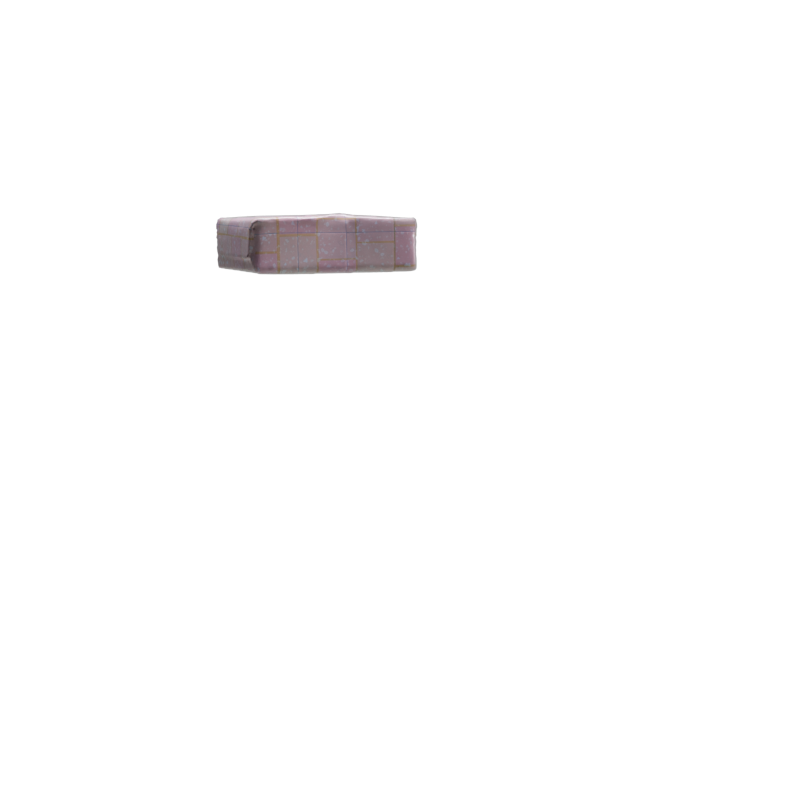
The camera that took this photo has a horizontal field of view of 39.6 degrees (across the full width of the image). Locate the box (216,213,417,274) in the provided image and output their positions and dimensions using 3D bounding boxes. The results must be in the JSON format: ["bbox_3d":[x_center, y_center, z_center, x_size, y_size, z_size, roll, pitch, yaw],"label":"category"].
[{"bbox_3d":[-0.046,-0.083,0.582,0.087,0.030,0.076,-3,9,-20],"label":"box"}]
